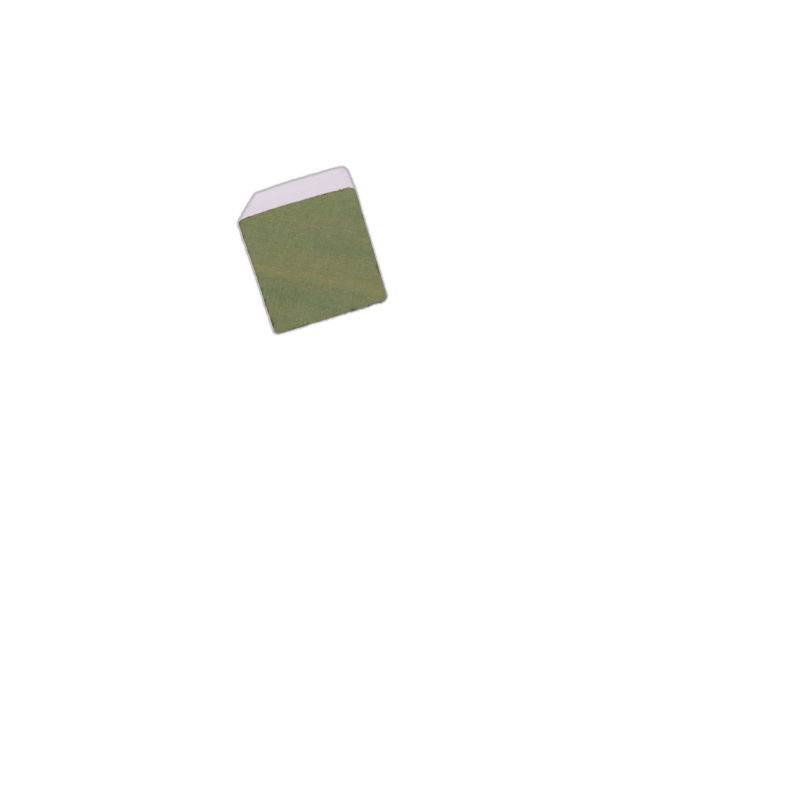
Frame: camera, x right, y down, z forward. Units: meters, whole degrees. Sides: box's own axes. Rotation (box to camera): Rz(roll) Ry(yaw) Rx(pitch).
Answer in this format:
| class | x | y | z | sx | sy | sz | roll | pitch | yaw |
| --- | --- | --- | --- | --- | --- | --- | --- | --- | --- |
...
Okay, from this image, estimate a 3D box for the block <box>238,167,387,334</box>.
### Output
| class | x | y | z | sx | sy | sz | roll | pitch | yaw |
| --- | --- | --- | --- | --- | --- | --- | --- | --- | --- |
| block | -0.070 | -0.129 | 0.900 | 0.090 | 0.088 | 0.212 | -17 | 15 | 1 |
